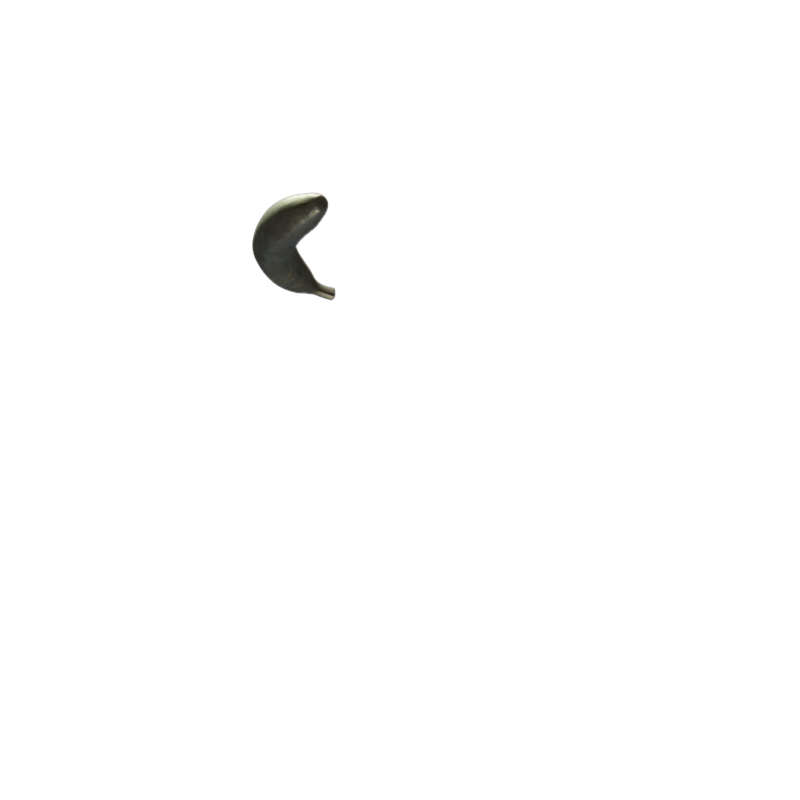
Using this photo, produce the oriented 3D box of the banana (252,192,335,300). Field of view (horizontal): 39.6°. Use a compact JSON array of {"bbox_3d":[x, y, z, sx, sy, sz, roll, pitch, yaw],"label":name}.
[{"bbox_3d":[-0.092,-0.133,0.941,0.070,0.038,0.189,0,-15,-1],"label":"banana"}]
